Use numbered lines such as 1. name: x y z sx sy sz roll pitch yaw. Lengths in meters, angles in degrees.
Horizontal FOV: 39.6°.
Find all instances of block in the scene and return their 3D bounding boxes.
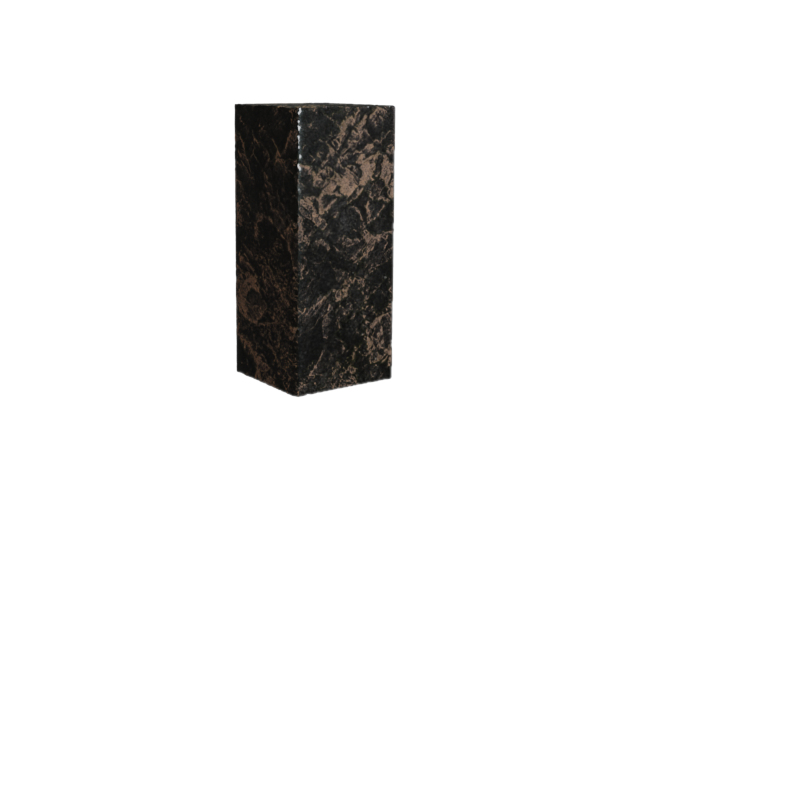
1. block: -0.066 -0.120 0.836 0.088 0.201 0.095 -7 13 -37
